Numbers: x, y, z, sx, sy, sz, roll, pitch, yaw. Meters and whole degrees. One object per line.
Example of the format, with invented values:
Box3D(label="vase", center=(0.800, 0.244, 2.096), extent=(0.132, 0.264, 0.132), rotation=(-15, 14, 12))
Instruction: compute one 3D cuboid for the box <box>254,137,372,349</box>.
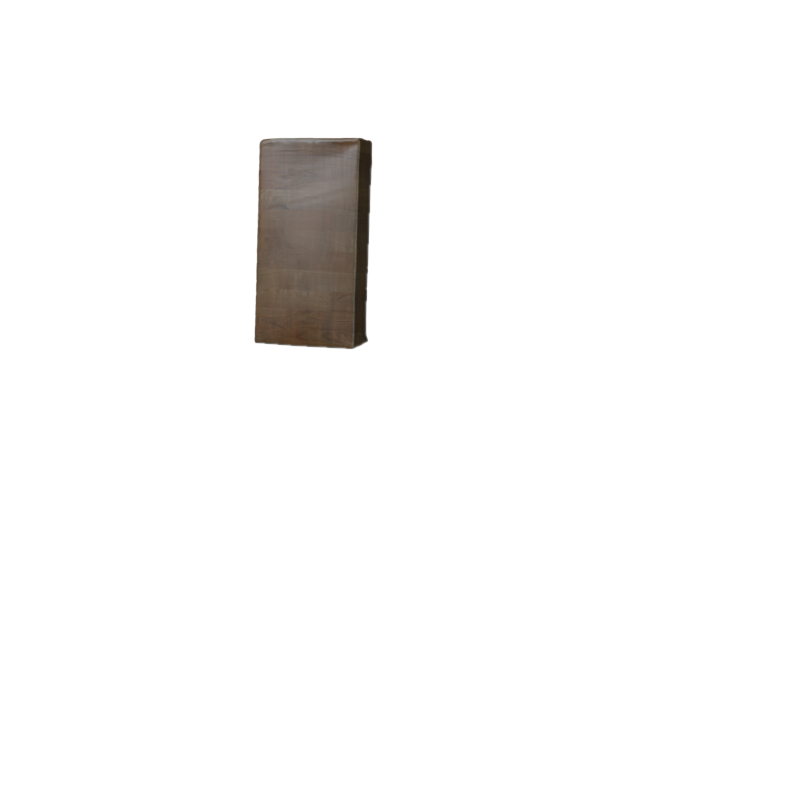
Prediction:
Box3D(label="box", center=(-0.074, -0.135, 0.947), extent=(0.096, 0.175, 0.047), rotation=(2, 4, 18))
